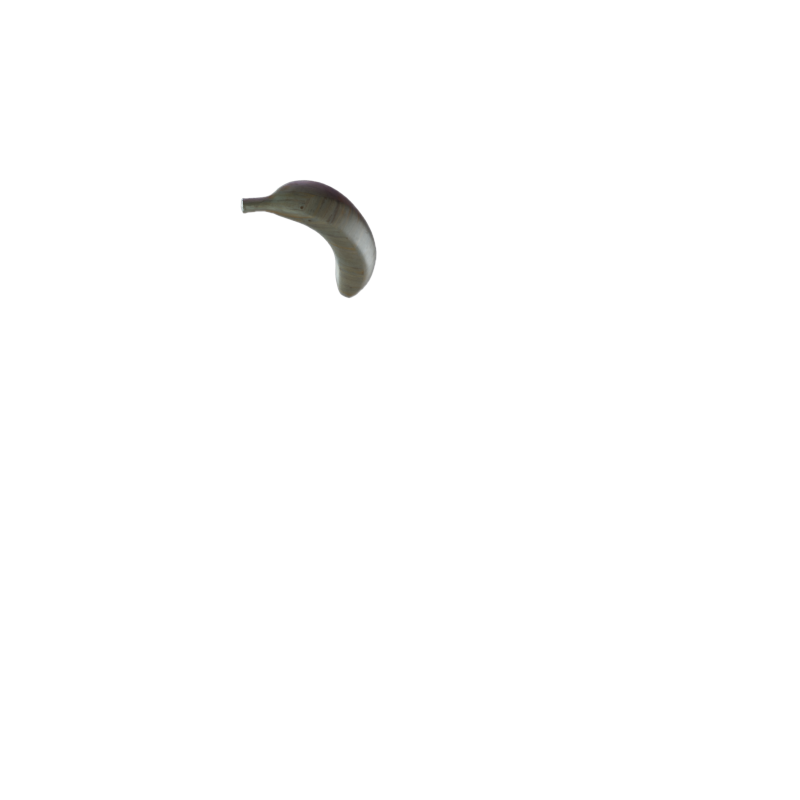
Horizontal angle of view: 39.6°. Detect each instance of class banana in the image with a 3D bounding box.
[{"bbox_3d":[-0.059,-0.140,0.942,0.071,0.039,0.184,-11,-25,23],"label":"banana"}]
